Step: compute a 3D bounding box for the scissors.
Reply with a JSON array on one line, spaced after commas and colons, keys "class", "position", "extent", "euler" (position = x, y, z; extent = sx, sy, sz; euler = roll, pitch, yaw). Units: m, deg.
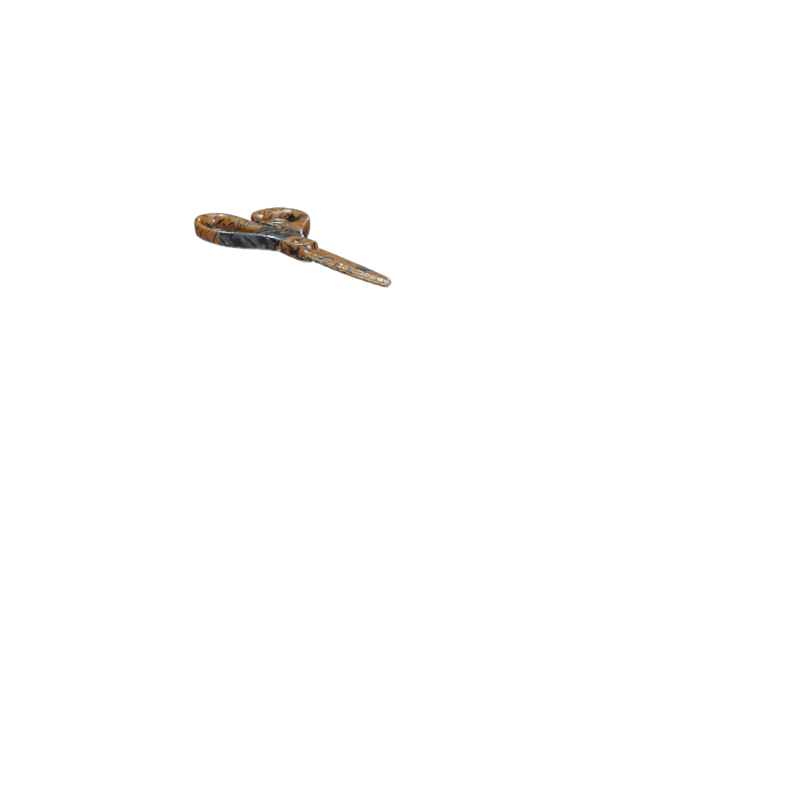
[{"class": "scissors", "position": [-0.063, -0.115, 0.804], "extent": [0.213, 0.015, 0.095], "euler": [18, 29, 35]}]
